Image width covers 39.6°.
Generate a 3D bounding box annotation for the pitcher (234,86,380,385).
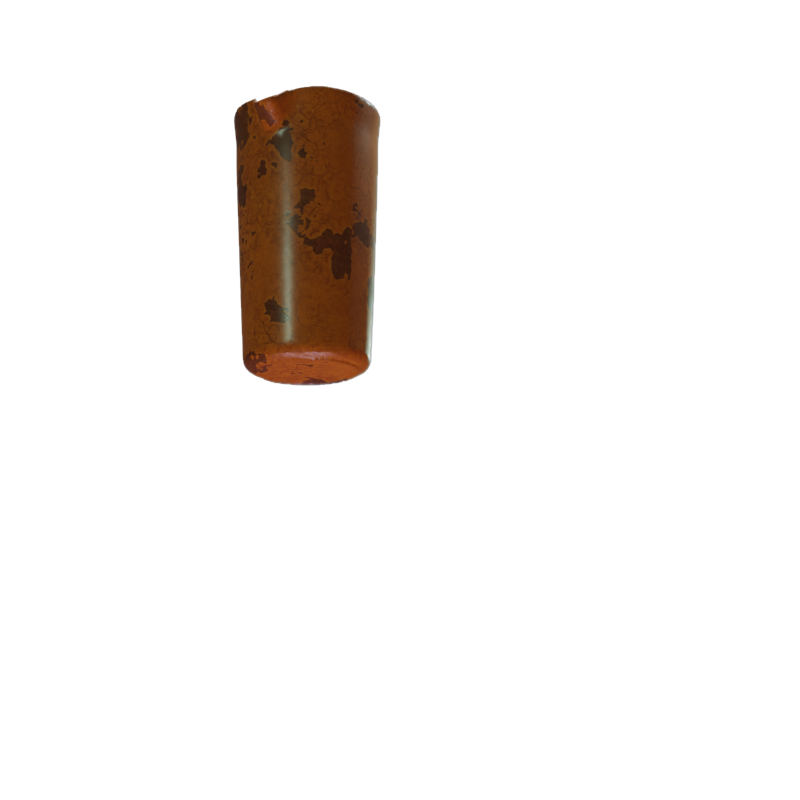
[{"bbox_3d":[-0.076,-0.139,0.976,0.145,0.254,0.143,6,-20,-21],"label":"pitcher"}]
